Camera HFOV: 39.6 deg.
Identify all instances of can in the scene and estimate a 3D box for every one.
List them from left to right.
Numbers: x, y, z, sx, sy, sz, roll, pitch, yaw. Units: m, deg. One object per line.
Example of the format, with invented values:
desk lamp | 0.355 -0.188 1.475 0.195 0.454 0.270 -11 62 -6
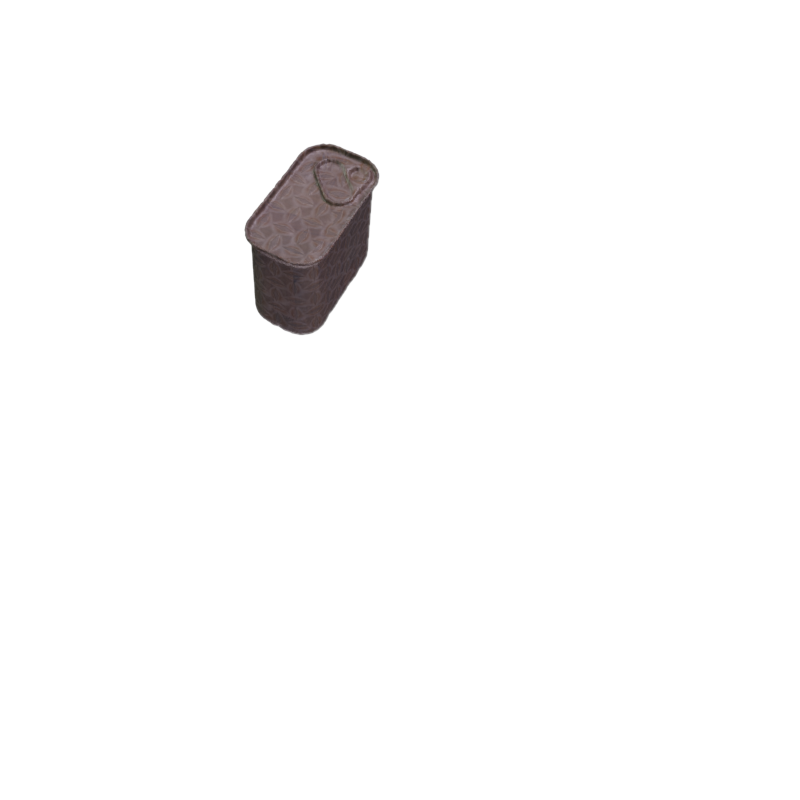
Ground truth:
can | -0.058 -0.106 0.742 0.059 0.105 0.078 24 -32 13
